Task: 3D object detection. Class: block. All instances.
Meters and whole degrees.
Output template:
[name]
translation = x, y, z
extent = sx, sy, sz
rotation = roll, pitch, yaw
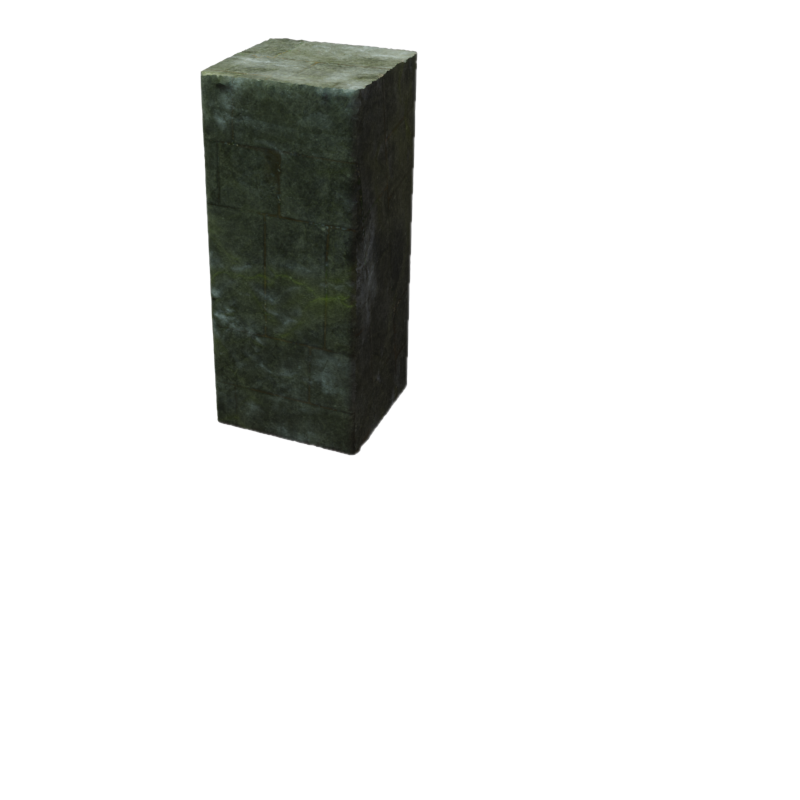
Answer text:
[block]
translation = -0.049, -0.088, 0.617
extent = 0.094, 0.195, 0.092
rotation = 11, 27, 19
